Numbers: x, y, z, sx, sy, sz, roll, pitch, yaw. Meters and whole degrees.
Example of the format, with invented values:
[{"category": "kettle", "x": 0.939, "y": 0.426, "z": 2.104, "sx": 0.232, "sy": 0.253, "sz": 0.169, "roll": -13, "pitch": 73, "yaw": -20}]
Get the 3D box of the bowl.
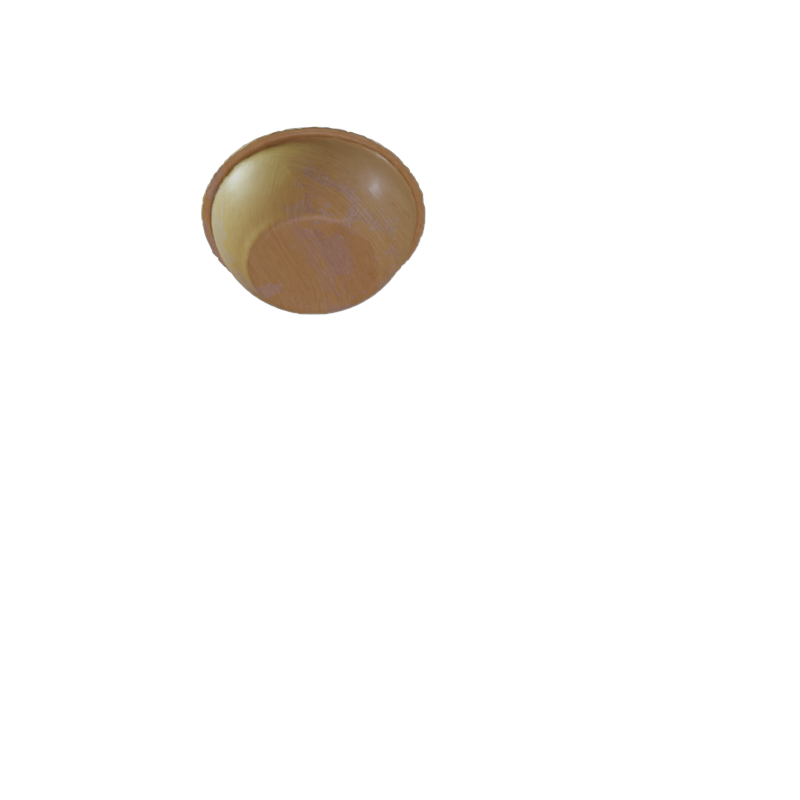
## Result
[{"category": "bowl", "x": -0.061, "y": -0.112, "z": 0.782, "sx": 0.162, "sy": 0.151, "sz": 0.059, "roll": 1, "pitch": 44, "yaw": -1}]
